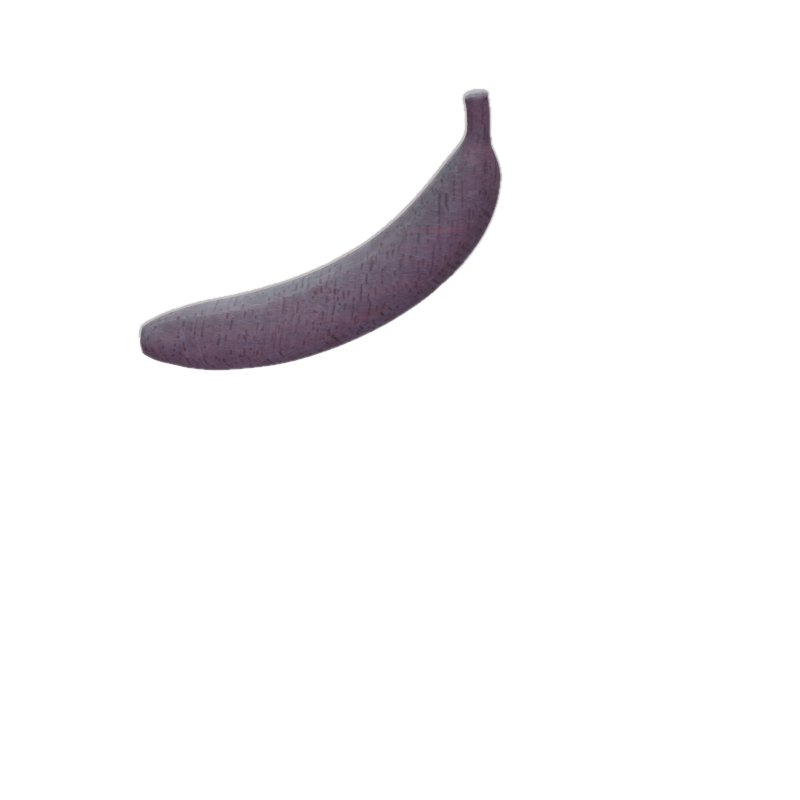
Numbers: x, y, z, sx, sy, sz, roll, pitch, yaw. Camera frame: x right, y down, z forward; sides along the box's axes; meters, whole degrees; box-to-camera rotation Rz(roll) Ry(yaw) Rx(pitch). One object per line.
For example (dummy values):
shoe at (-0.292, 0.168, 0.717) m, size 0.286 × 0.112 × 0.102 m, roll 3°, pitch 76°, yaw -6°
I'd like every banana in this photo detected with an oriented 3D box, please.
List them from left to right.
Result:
banana at (-0.026, -0.061, 0.515) m, size 0.197 × 0.067 × 0.038 m, roll -35°, pitch 14°, yaw 8°
